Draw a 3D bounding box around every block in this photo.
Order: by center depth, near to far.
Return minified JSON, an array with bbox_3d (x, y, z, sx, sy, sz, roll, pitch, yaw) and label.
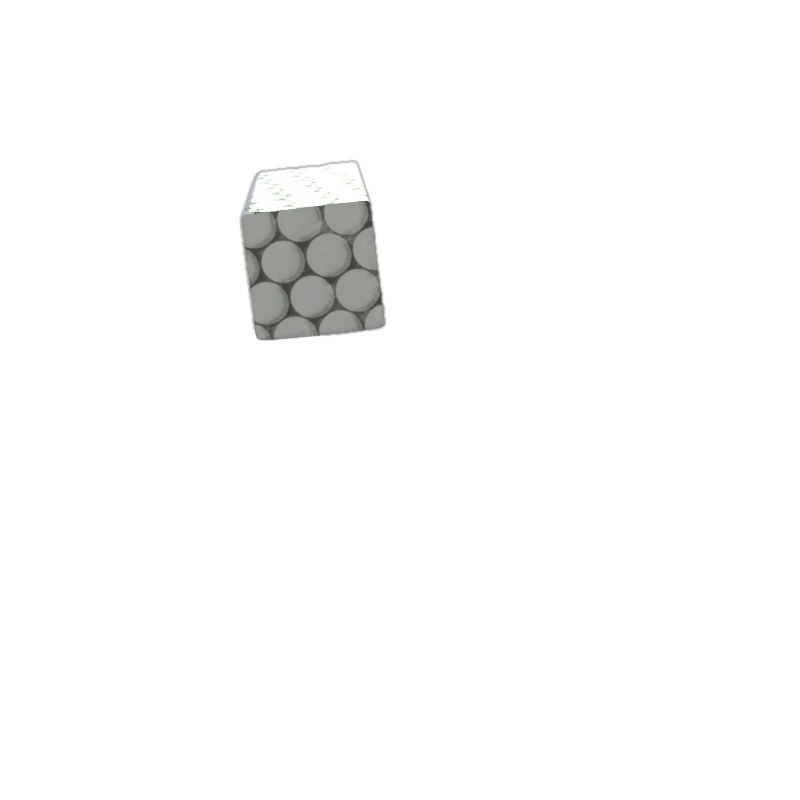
[{"bbox_3d":[-0.066,-0.119,0.839,0.090,0.087,0.214,-7,18,-2],"label":"block"}]
